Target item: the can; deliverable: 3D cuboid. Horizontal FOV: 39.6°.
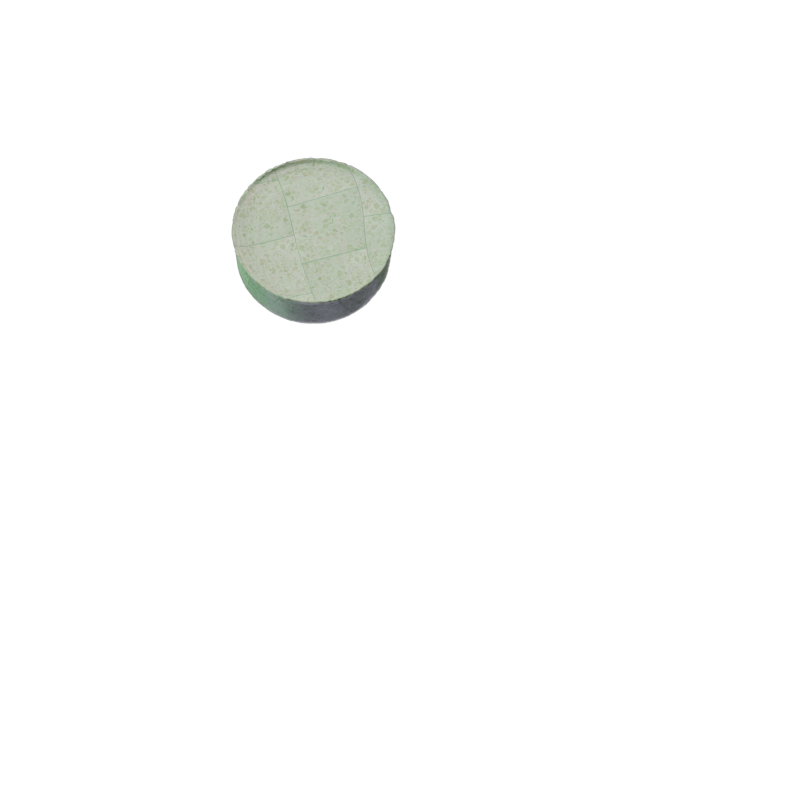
[{"bbox_3d":[-0.047,-0.085,0.595,0.086,0.091,0.032,-1,-25,-1],"label":"can"}]
